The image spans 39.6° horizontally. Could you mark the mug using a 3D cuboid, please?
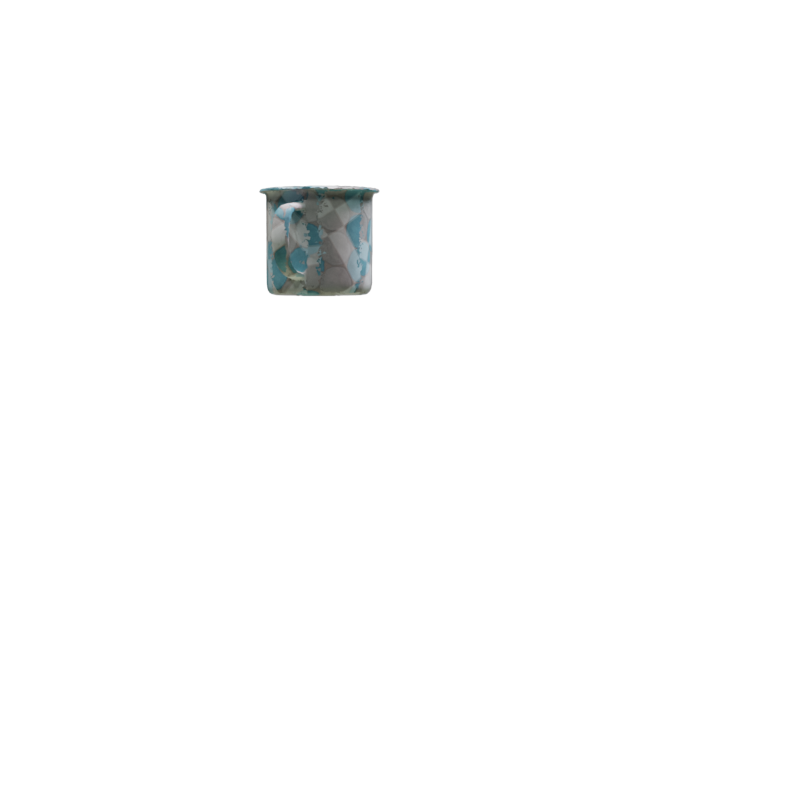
[{"bbox_3d":[-0.066,-0.121,0.846,0.096,0.081,0.115,1,5,20],"label":"mug"}]
